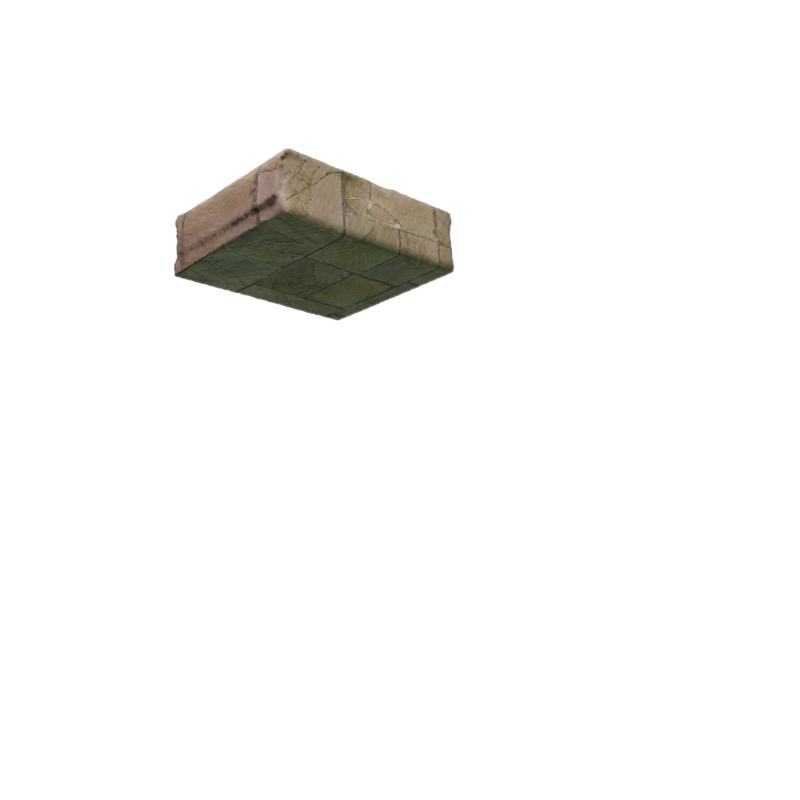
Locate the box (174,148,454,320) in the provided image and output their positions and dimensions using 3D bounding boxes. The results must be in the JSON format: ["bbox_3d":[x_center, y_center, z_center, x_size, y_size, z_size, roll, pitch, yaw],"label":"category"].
[{"bbox_3d":[-0.035,-0.064,0.446,0.084,0.032,0.073,15,-24,-38],"label":"box"}]
